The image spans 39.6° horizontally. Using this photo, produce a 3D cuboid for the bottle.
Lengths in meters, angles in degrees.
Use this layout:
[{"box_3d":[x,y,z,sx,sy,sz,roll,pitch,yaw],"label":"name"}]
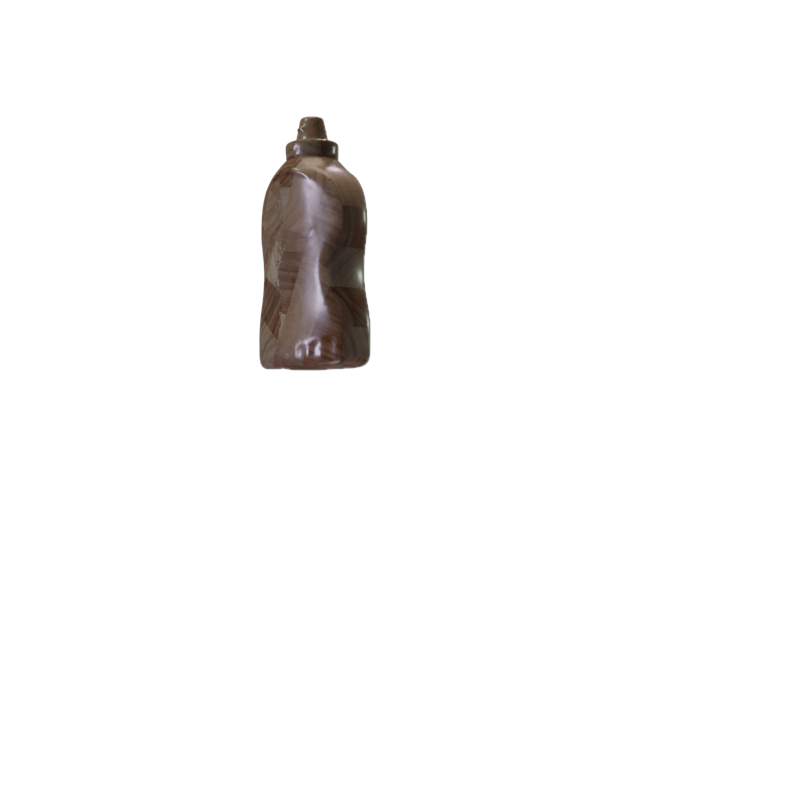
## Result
[{"box_3d":[-0.066,-0.120,0.840,0.056,0.196,0.099,7,-11,-41],"label":"bottle"}]
